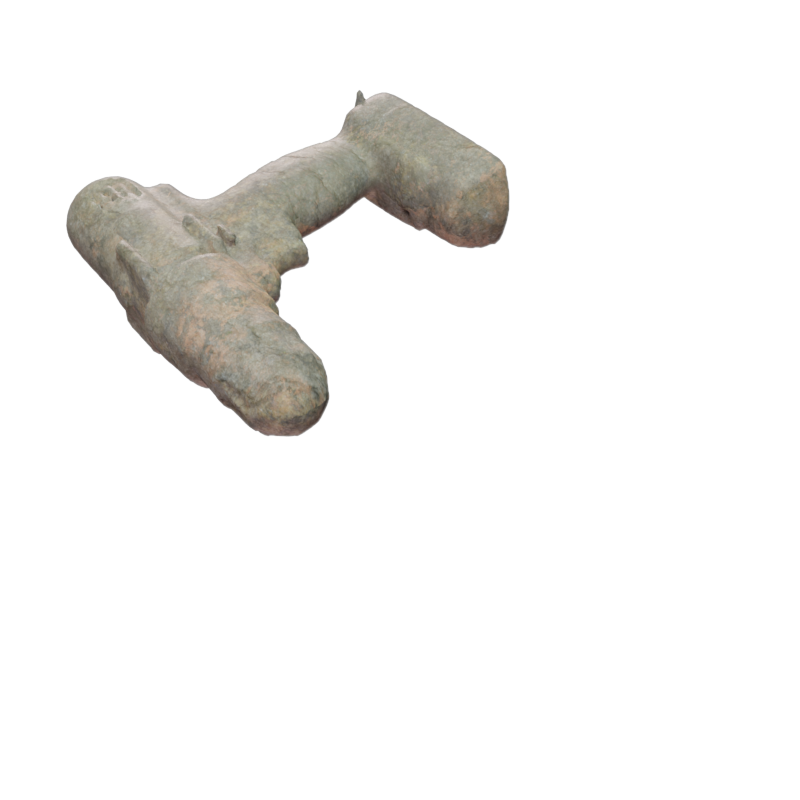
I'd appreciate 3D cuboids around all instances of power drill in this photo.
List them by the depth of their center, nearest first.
[{"bbox_3d":[-0.041,-0.075,0.523,0.187,0.053,0.198,-27,48,-27],"label":"power drill"}]
